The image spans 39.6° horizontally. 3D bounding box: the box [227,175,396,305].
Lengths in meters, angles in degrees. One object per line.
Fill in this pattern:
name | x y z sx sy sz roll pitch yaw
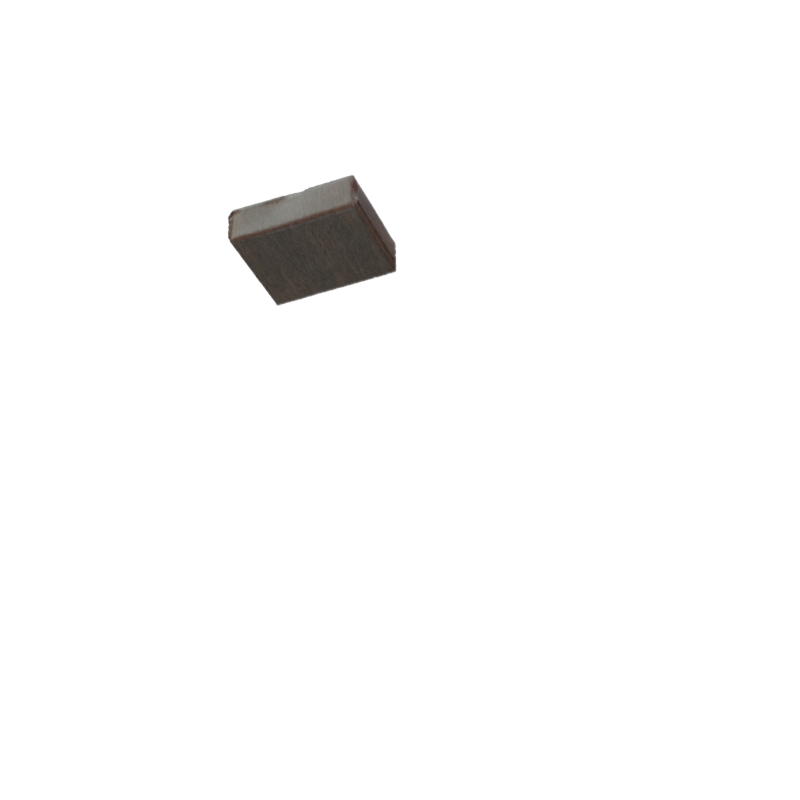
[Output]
box | -0.056 -0.102 0.716 0.090 0.032 0.067 -13 -37 18
